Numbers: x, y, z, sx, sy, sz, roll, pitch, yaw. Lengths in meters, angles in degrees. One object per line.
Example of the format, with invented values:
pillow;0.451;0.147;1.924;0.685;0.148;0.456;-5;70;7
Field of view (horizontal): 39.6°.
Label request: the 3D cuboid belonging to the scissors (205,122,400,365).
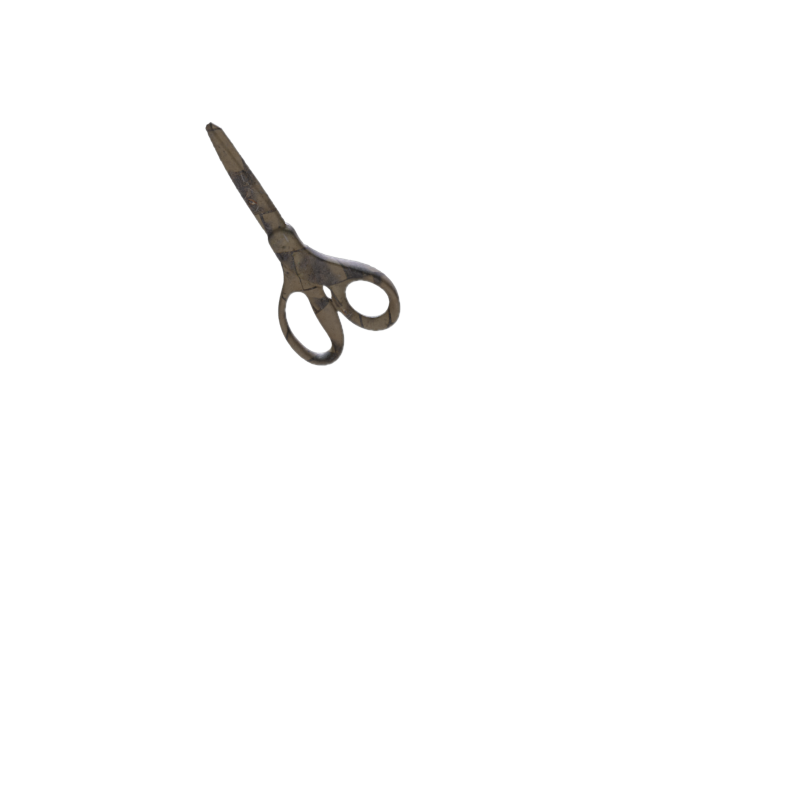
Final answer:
scissors;-0.059;-0.107;0.753;0.097;0.188;0.017;-10;33;6
